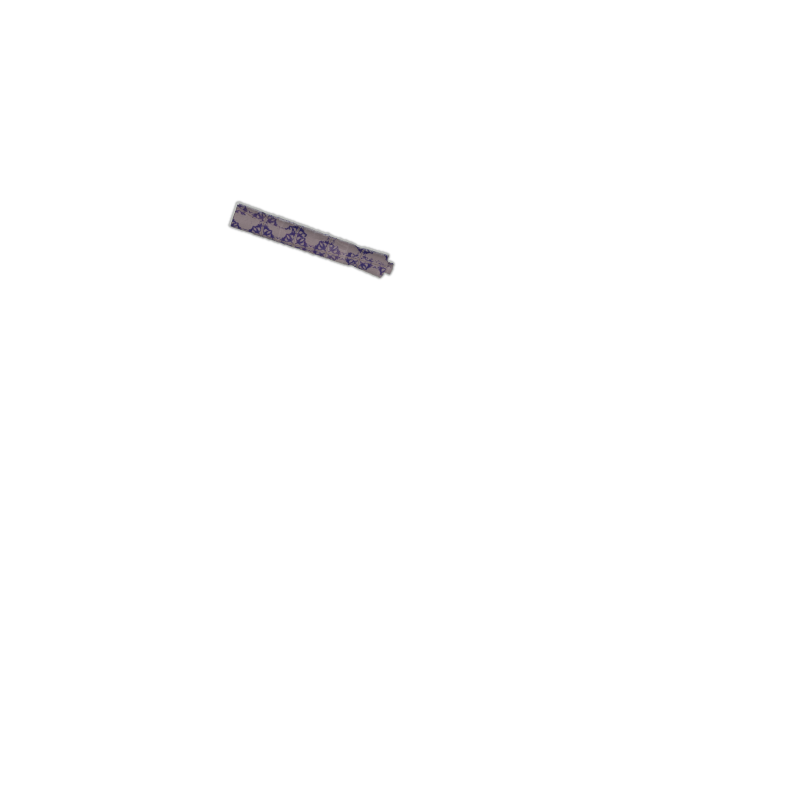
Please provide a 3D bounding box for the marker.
[{"bbox_3d":[-0.062,-0.113,0.794,0.120,0.020,0.020,18,2,-5],"label":"marker"}]
